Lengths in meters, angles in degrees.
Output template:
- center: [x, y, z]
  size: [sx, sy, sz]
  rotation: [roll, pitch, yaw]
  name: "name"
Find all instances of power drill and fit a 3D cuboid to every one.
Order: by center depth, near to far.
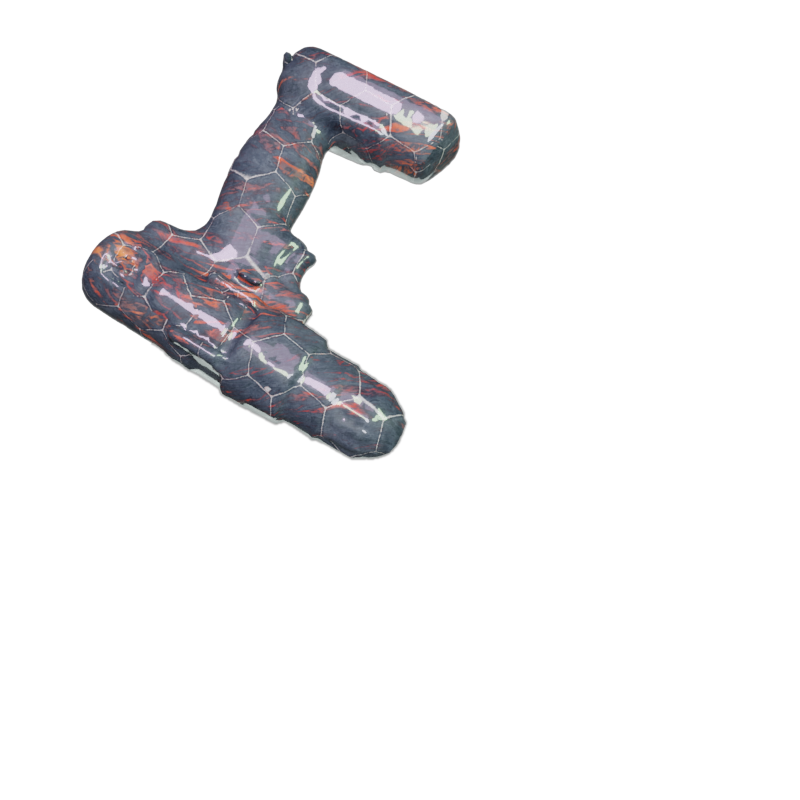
- center: [-0.045, -0.083, 0.580]
  size: [0.190, 0.192, 0.054]
  rotation: [29, -21, 12]
  name: "power drill"
